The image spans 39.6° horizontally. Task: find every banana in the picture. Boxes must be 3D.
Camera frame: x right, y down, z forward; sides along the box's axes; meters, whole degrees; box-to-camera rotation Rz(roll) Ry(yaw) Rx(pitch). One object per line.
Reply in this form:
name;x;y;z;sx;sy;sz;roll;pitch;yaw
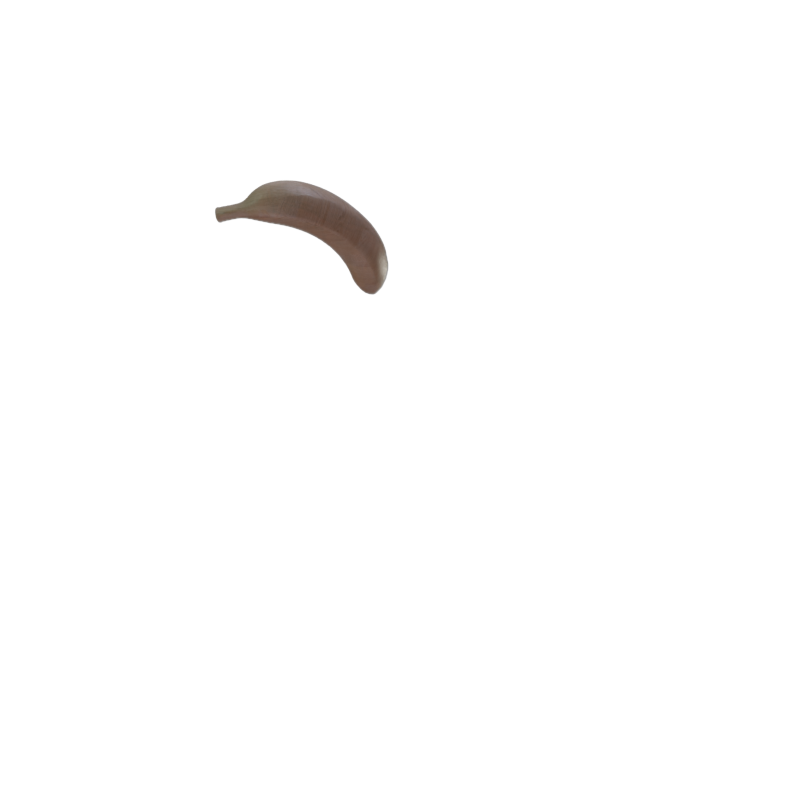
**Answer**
banana;-0.060;-0.137;0.909;0.070;0.039;0.185;-19;-29;36
